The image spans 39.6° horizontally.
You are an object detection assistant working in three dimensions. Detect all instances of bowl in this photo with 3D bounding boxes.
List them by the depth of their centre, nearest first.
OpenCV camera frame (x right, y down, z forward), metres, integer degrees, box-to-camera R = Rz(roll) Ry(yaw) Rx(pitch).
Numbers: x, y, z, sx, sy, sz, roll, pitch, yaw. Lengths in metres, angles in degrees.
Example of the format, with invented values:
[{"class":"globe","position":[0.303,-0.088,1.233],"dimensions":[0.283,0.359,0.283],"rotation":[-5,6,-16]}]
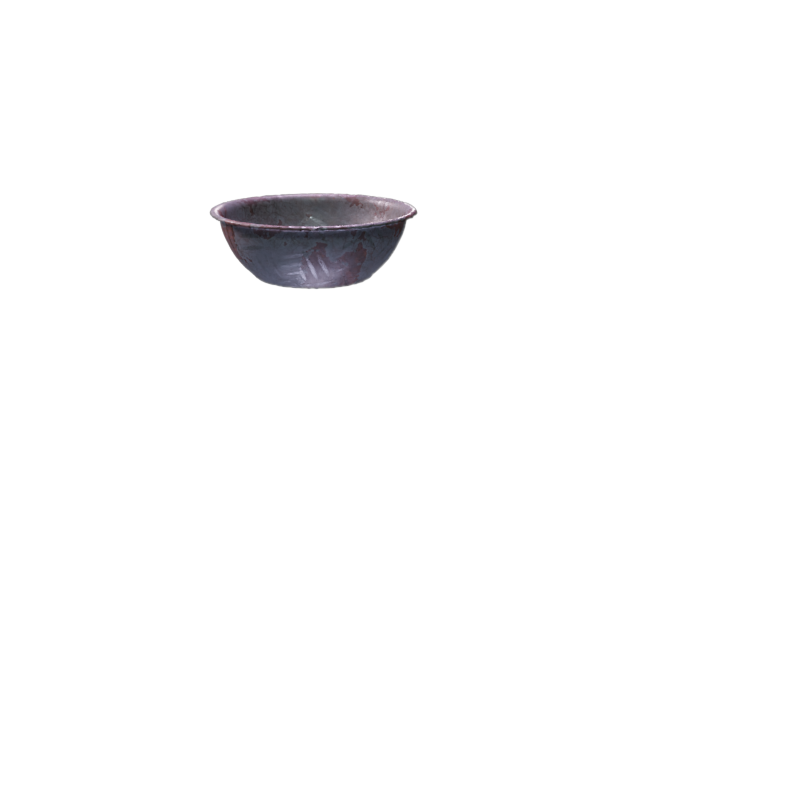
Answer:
[{"class":"bowl","position":[-0.068,-0.124,0.870],"dimensions":[0.162,0.053,0.168],"rotation":[-1,19,-2]}]
